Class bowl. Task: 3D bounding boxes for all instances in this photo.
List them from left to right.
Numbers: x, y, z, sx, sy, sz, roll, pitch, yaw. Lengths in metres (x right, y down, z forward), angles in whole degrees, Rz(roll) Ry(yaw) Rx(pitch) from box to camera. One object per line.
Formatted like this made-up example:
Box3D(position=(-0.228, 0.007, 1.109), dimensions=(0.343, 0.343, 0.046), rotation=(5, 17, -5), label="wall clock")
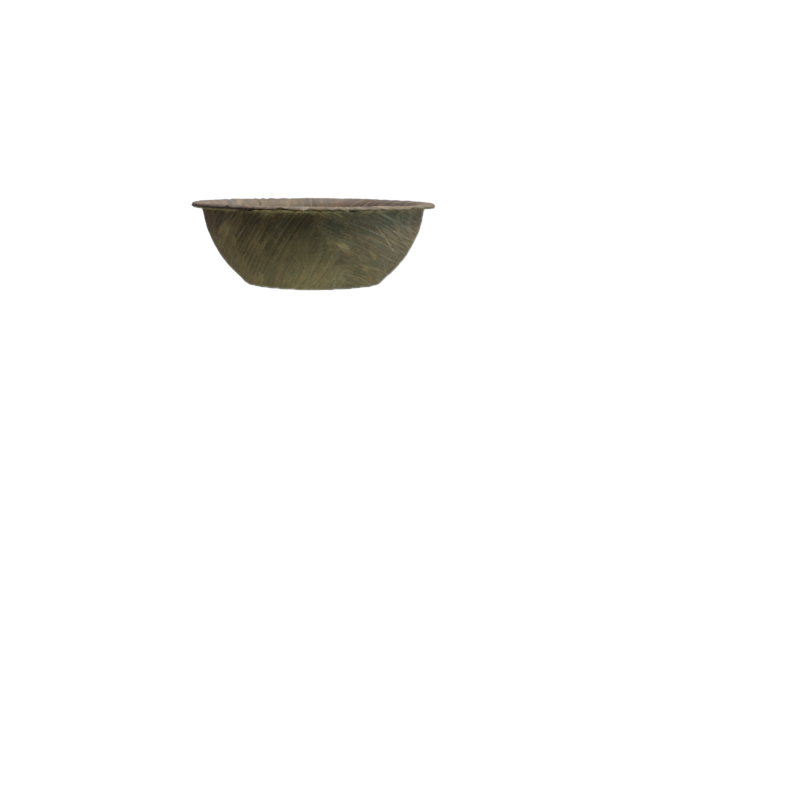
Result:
Box3D(position=(-0.058, -0.106, 0.741), dimensions=(0.162, 0.054, 0.166), rotation=(0, 12, -2), label="bowl")
